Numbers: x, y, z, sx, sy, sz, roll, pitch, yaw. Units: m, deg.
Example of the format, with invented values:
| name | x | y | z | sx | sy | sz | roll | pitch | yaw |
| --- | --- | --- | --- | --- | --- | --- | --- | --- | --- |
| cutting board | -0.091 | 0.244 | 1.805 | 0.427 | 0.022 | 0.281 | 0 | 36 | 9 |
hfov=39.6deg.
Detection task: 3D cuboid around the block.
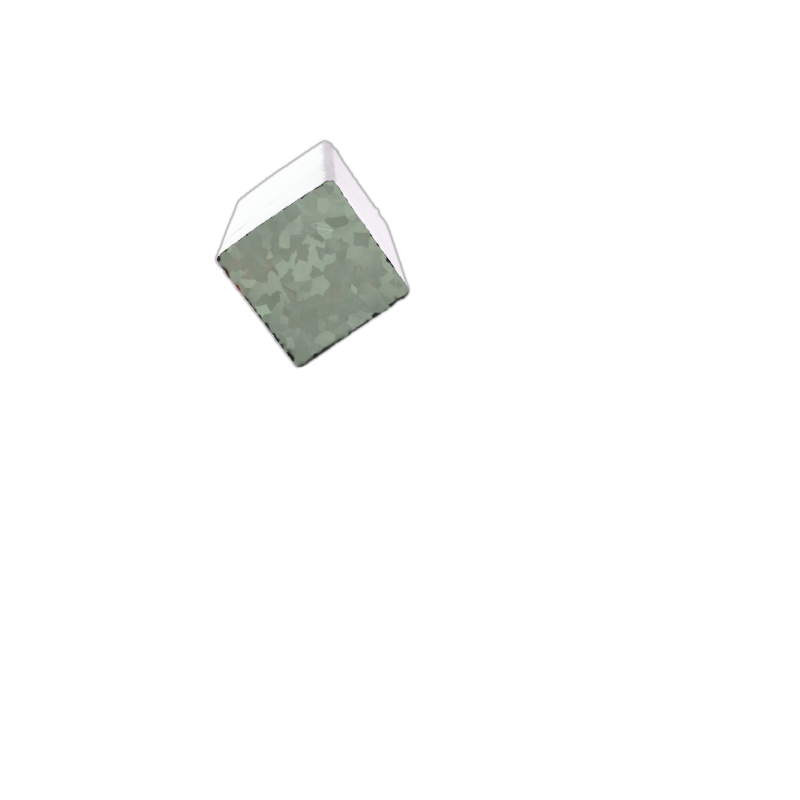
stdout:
| name | x | y | z | sx | sy | sz | roll | pitch | yaw |
| --- | --- | --- | --- | --- | --- | --- | --- | --- | --- |
| block | -0.061 | -0.112 | 0.783 | 0.090 | 0.088 | 0.214 | -34 | 17 | 7 |
